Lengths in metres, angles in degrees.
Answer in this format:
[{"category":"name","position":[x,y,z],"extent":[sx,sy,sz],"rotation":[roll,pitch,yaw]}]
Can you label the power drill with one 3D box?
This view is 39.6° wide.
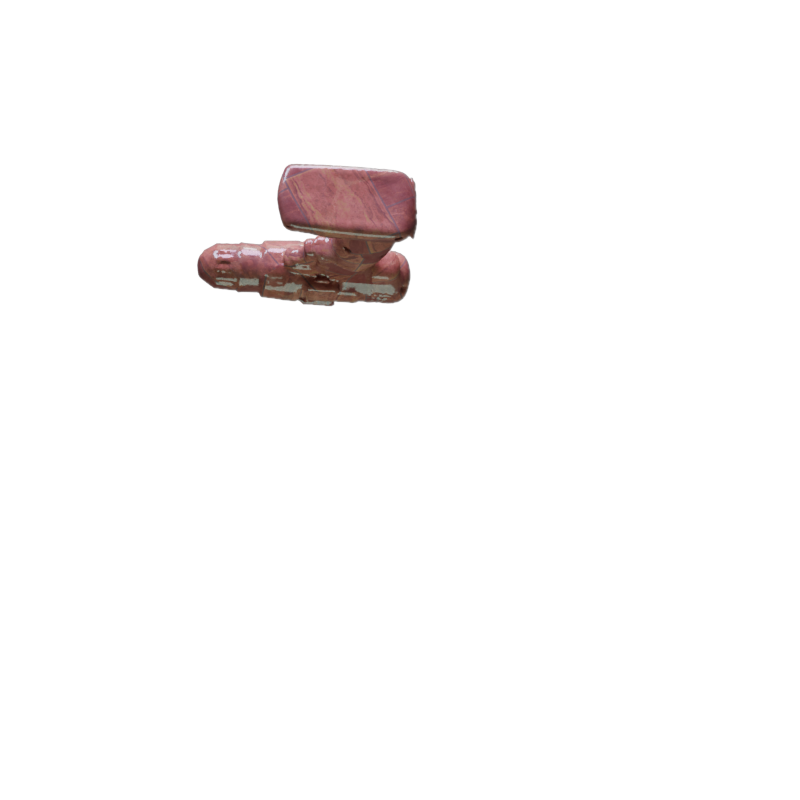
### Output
[{"category":"power drill","position":[-0.070,-0.129,0.900],"extent":[0.182,0.060,0.182],"rotation":[2,-14,-9]}]
